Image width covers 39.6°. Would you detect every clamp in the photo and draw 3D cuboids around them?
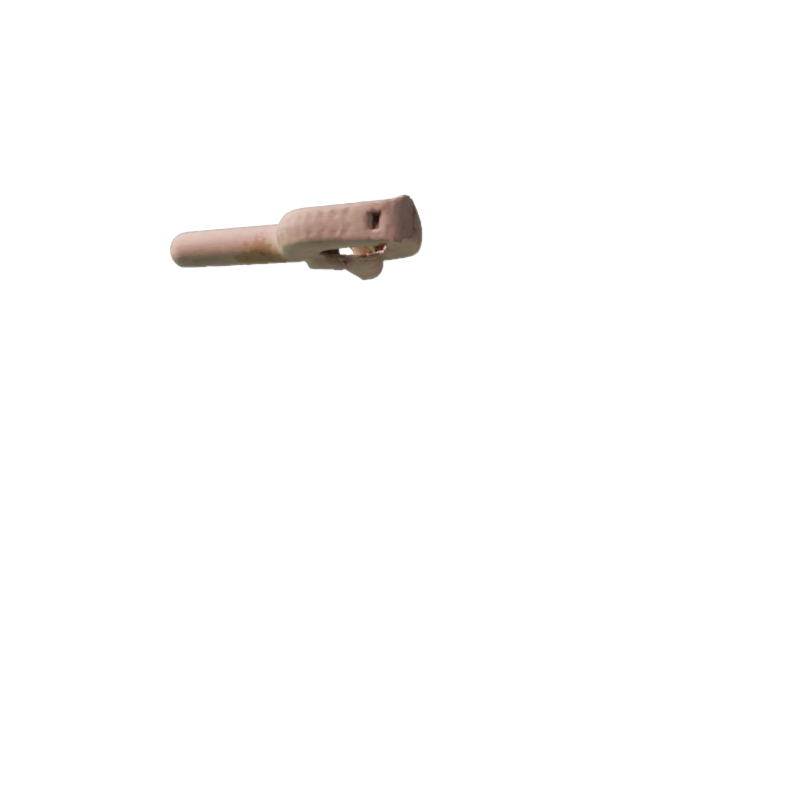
[{"bbox_3d":[-0.057,-0.105,0.734,0.160,0.037,0.213,0,0,-20],"label":"clamp"}]
